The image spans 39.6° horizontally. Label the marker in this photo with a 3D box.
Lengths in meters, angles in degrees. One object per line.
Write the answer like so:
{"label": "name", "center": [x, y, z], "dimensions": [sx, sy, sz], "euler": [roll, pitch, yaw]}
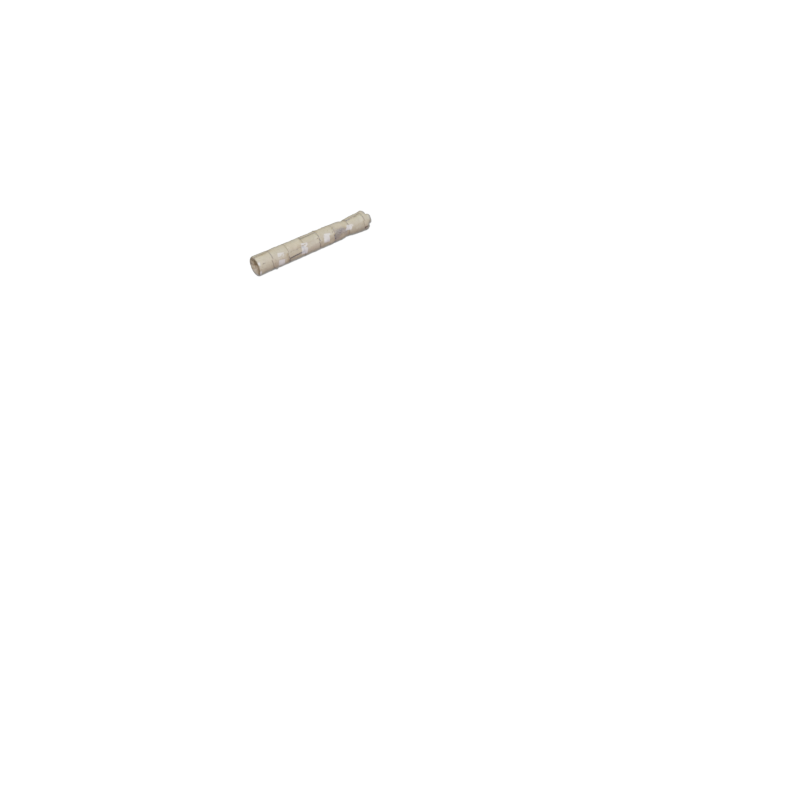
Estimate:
{"label": "marker", "center": [-0.077, -0.140, 0.981], "dimensions": [0.120, 0.019, 0.020], "euler": [-27, 16, -25]}
